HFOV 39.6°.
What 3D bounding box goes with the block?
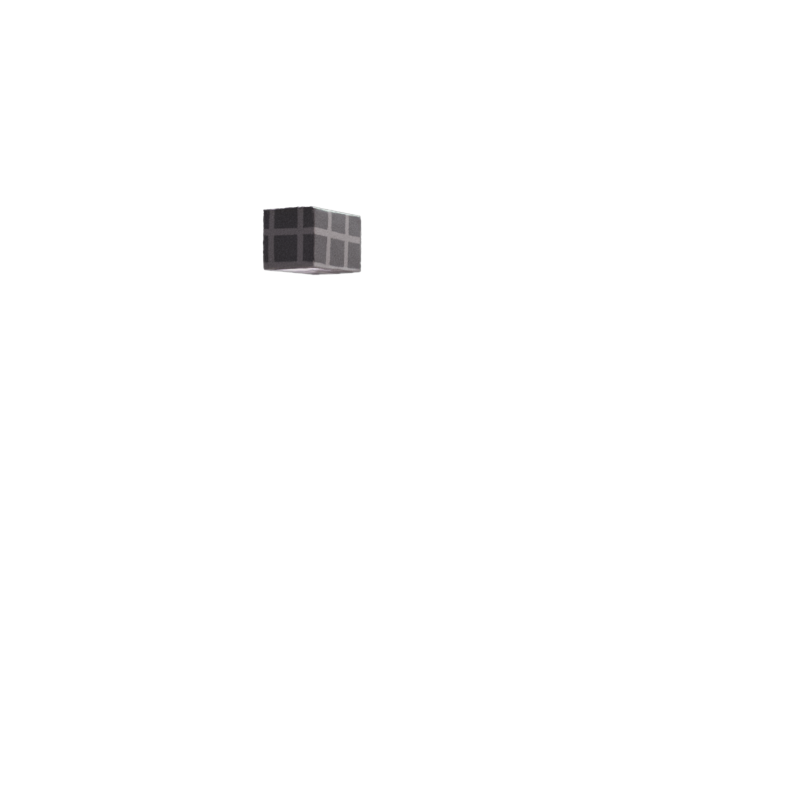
[{"bbox_3d":[-0.074,-0.134,0.939,0.054,0.052,0.075,-1,0,30],"label":"block"}]
